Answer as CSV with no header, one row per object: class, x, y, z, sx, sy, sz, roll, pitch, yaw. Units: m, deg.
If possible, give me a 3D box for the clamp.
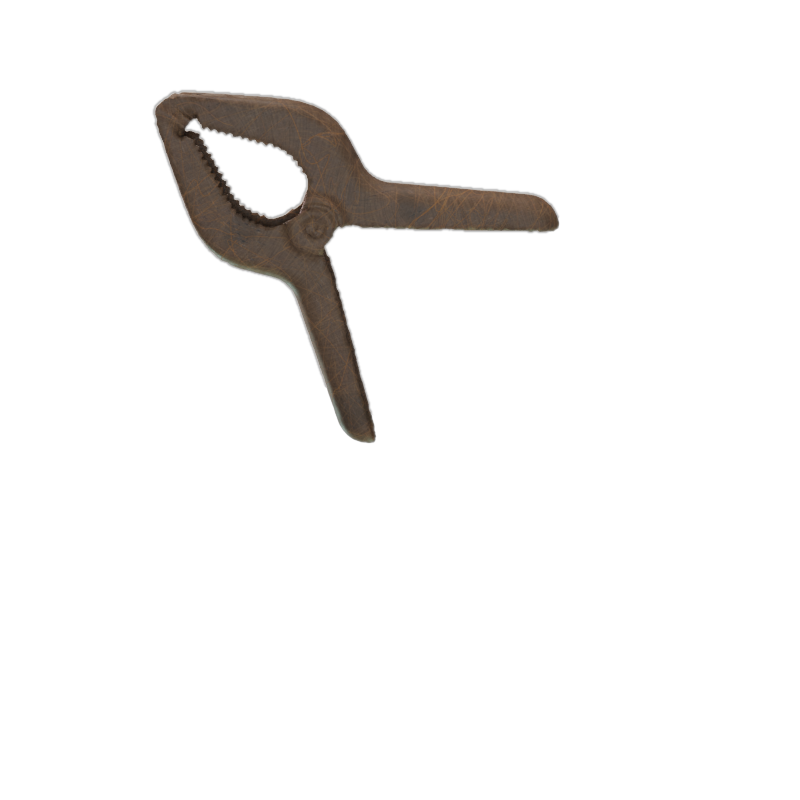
clamp,-0.046,-0.083,0.584,0.207,0.162,0.037,31,11,-7
